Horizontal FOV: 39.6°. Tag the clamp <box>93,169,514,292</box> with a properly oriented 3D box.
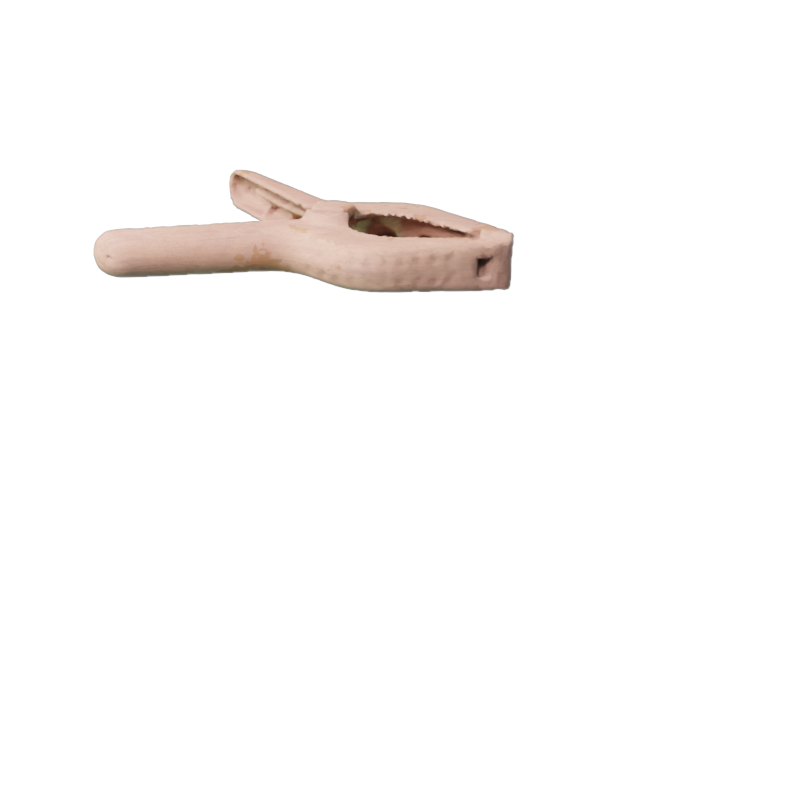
[{"bbox_3d":[-0.047,-0.085,0.598,0.219,0.035,0.166,13,28,26],"label":"clamp"}]
